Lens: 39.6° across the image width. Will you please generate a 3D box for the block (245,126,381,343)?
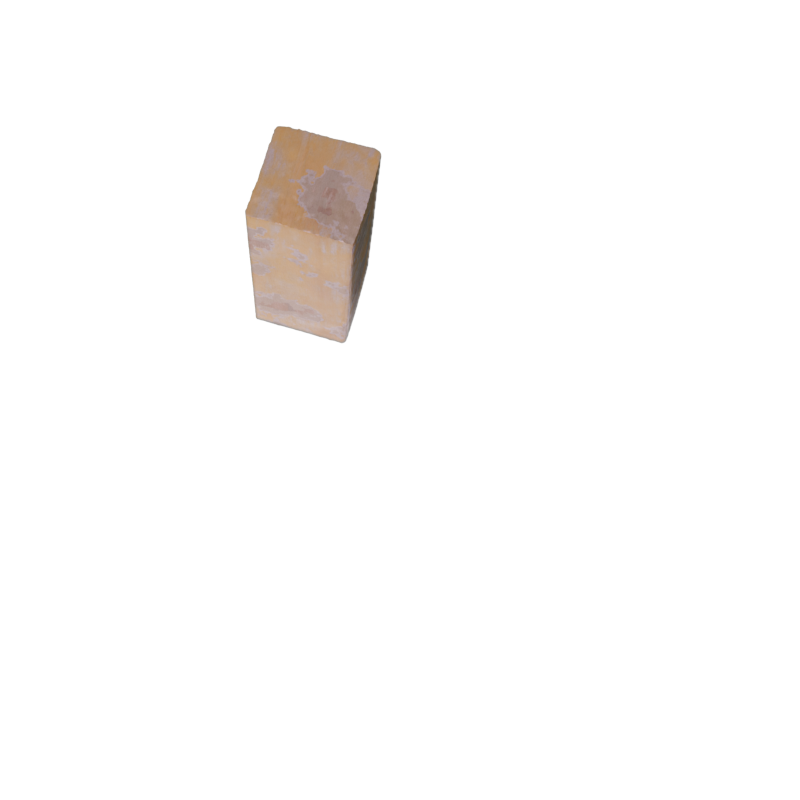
[{"bbox_3d":[-0.075,-0.138,0.960,0.091,0.094,0.196,15,-21,2],"label":"block"}]
